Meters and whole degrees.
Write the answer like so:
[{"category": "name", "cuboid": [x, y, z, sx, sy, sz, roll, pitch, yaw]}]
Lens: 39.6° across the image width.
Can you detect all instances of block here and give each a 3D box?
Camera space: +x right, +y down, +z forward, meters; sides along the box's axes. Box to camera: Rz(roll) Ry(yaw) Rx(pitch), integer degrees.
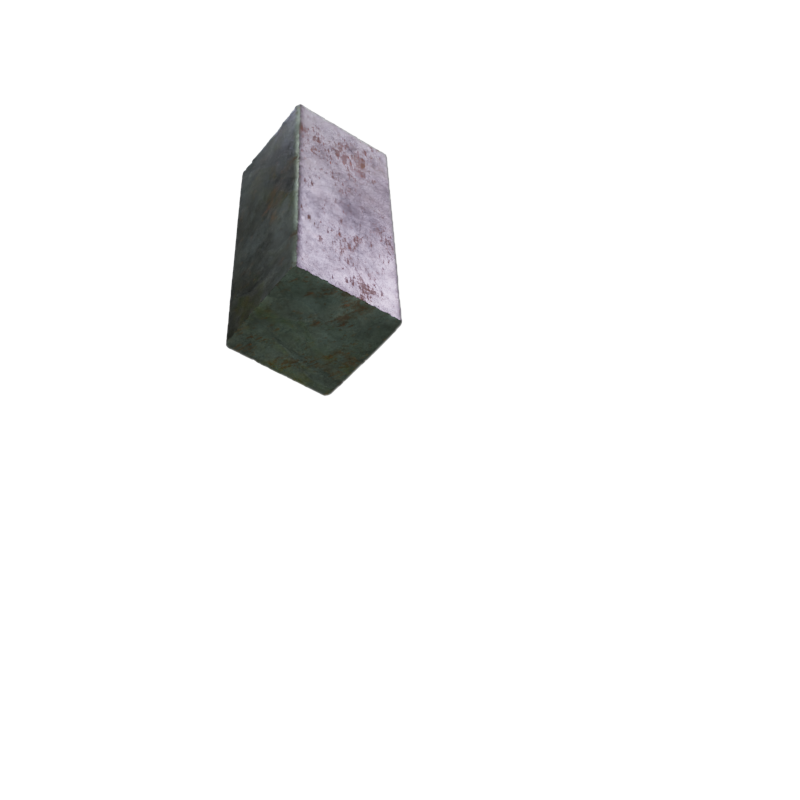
[{"category": "block", "cuboid": [-0.065, -0.118, 0.831, 0.086, 0.221, 0.088, 27, -55, -25]}]
